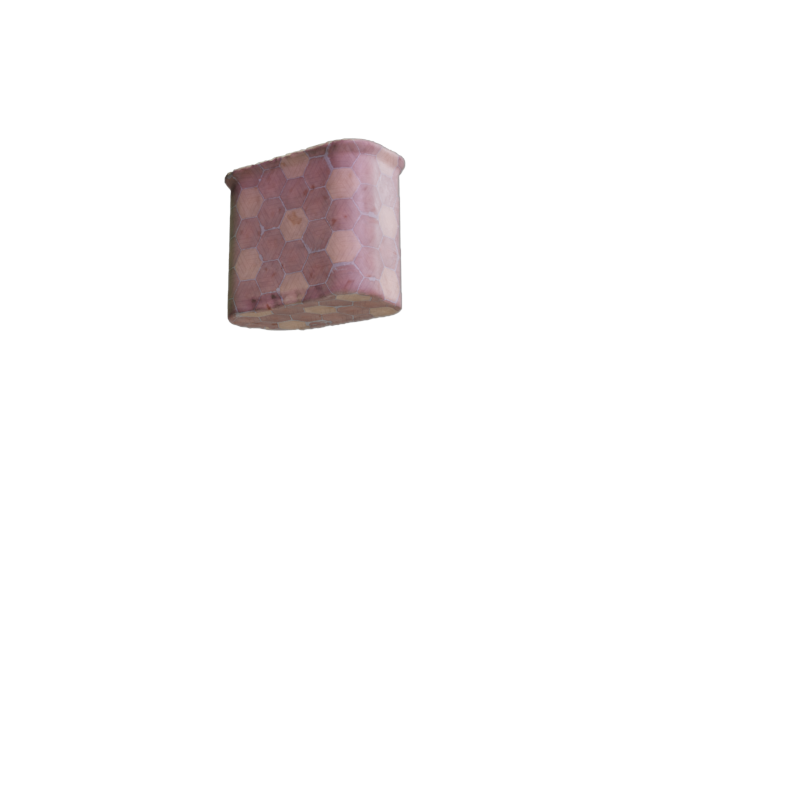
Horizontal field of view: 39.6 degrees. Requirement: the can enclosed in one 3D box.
[{"bbox_3d":[-0.047,-0.086,0.602,0.104,0.087,0.054,-9,-17,34],"label":"can"}]
